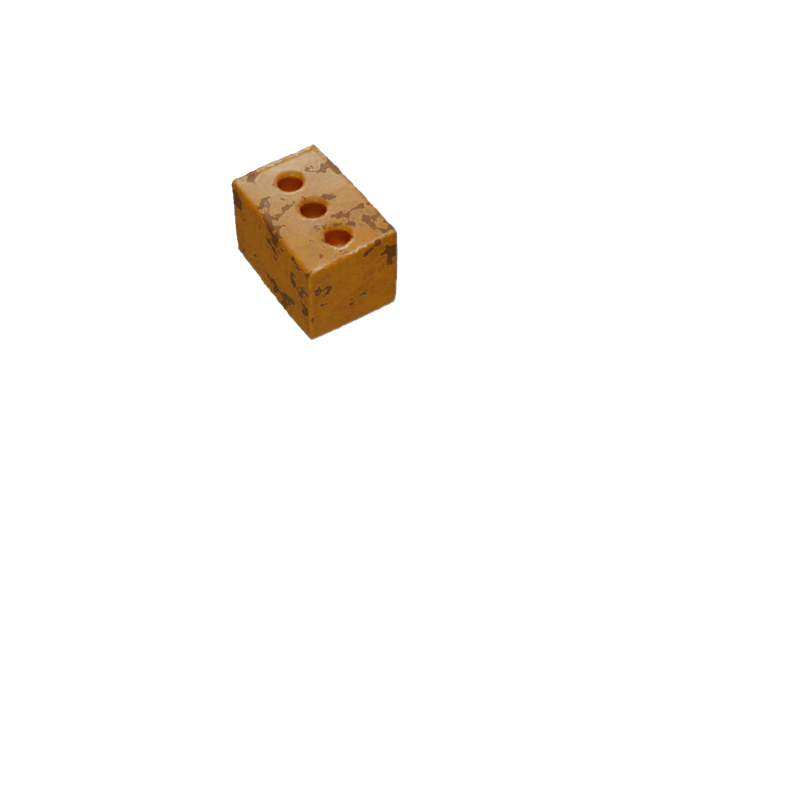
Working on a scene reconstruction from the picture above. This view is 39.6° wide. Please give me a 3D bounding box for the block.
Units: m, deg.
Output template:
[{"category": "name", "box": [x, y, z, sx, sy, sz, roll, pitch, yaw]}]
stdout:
[{"category": "block", "box": [-0.044, -0.081, 0.565, 0.053, 0.084, 0.048, -27, -34, -22]}]
